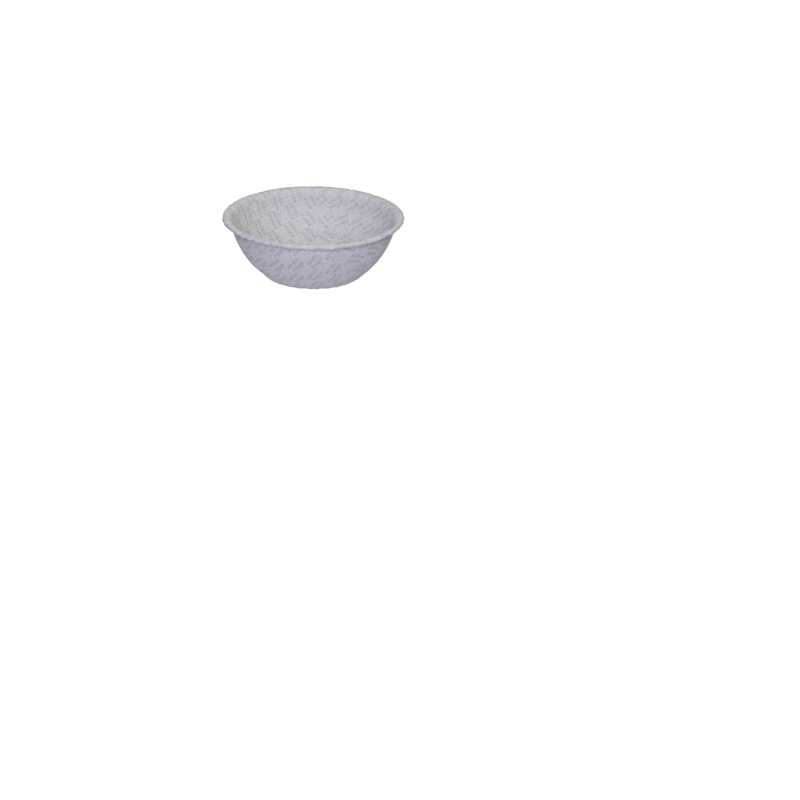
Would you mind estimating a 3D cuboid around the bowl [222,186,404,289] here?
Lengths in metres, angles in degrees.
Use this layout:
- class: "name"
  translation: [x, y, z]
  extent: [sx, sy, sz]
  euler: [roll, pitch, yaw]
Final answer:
- class: "bowl"
  translation: [-0.078, -0.142, 0.995]
  extent: [0.162, 0.052, 0.171]
  euler: [-1, 28, -2]
